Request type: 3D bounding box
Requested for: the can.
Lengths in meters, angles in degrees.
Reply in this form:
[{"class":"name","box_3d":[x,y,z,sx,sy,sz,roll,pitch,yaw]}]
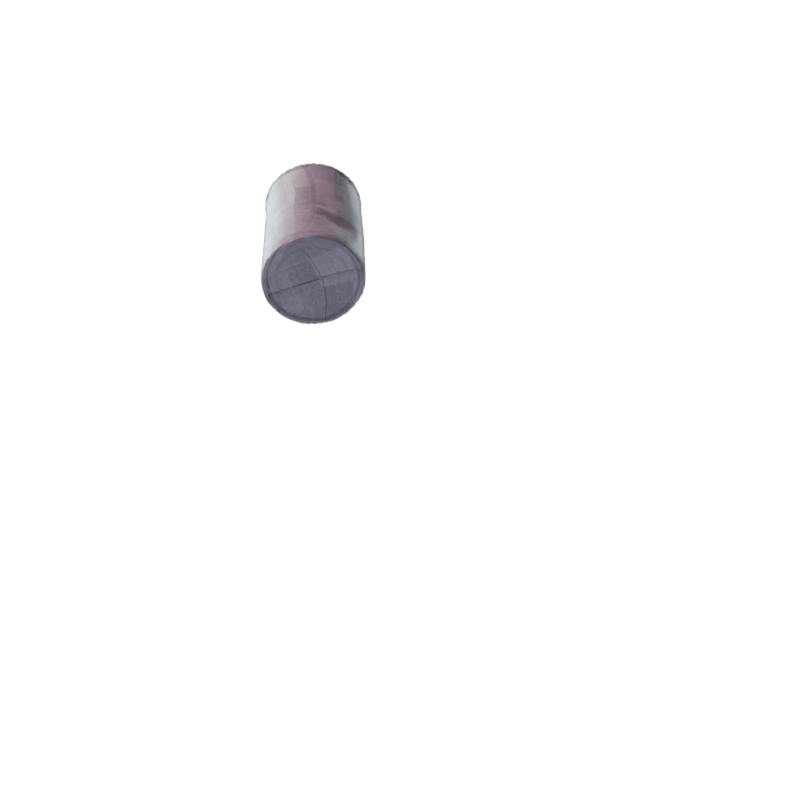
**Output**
[{"class":"can","box_3d":[-0.058,-0.106,0.740,0.068,0.064,0.109,-1,35,-3]}]
